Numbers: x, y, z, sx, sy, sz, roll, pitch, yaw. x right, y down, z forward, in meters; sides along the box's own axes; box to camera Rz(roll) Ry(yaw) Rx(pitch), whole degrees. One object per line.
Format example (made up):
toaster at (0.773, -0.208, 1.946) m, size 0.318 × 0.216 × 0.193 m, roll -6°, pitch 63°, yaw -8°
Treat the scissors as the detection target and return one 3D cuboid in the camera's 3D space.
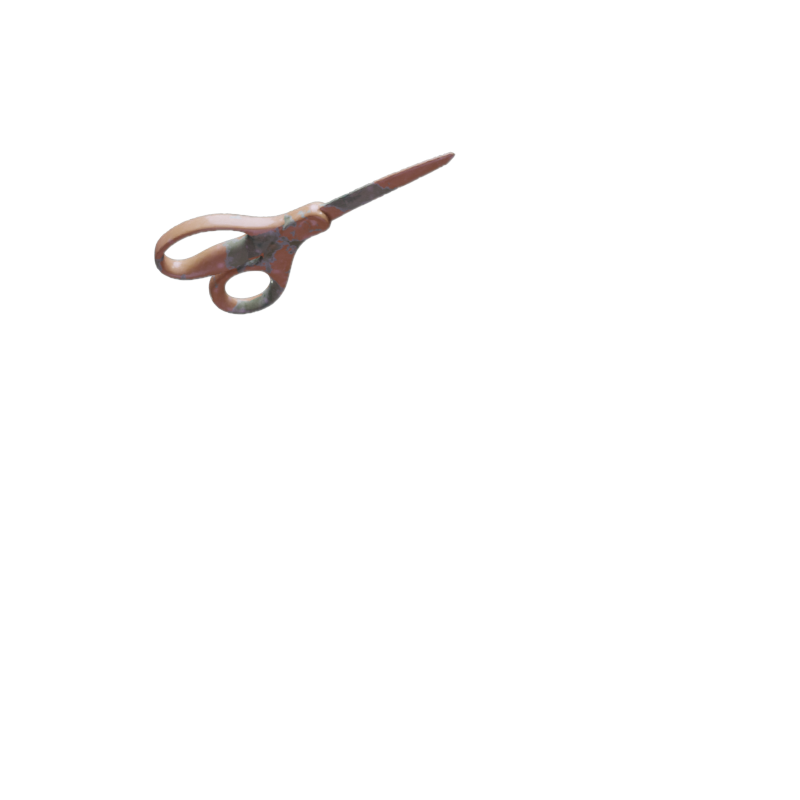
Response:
scissors at (-0.054, -0.099, 0.694) m, size 0.204 × 0.017 × 0.089 m, roll -10°, pitch -39°, yaw 13°
